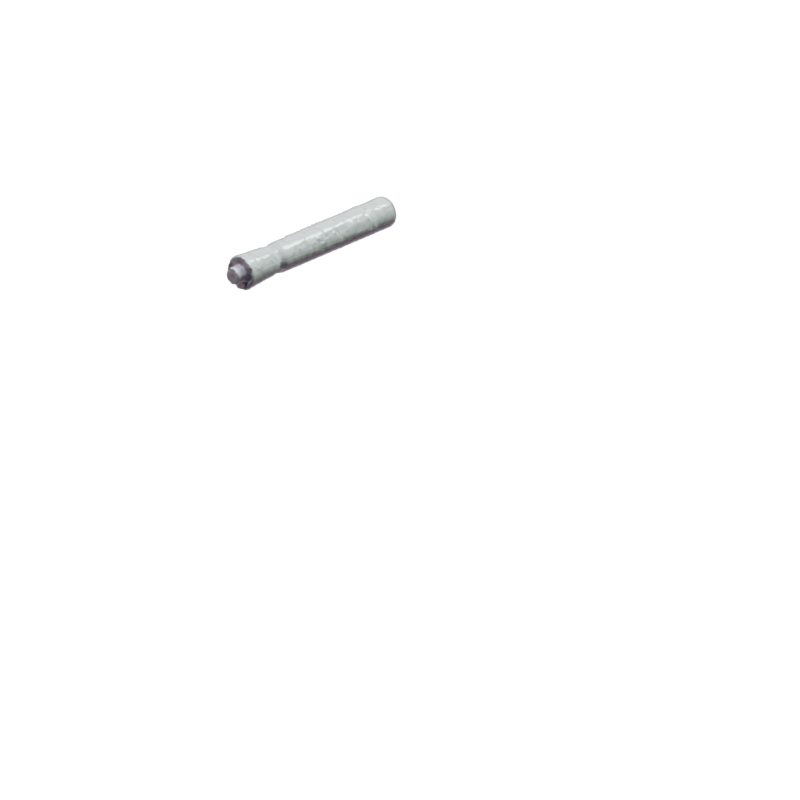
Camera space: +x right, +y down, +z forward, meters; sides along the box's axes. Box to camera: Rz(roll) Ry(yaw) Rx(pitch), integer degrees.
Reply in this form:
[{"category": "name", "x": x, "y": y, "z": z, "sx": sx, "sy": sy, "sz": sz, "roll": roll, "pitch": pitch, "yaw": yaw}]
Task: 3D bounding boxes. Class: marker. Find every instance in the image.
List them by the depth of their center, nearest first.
[{"category": "marker", "x": -0.047, "y": -0.086, "z": 0.605, "sx": 0.021, "sy": 0.019, "sz": 0.121, "roll": 4, "pitch": 25, "yaw": 43}]
